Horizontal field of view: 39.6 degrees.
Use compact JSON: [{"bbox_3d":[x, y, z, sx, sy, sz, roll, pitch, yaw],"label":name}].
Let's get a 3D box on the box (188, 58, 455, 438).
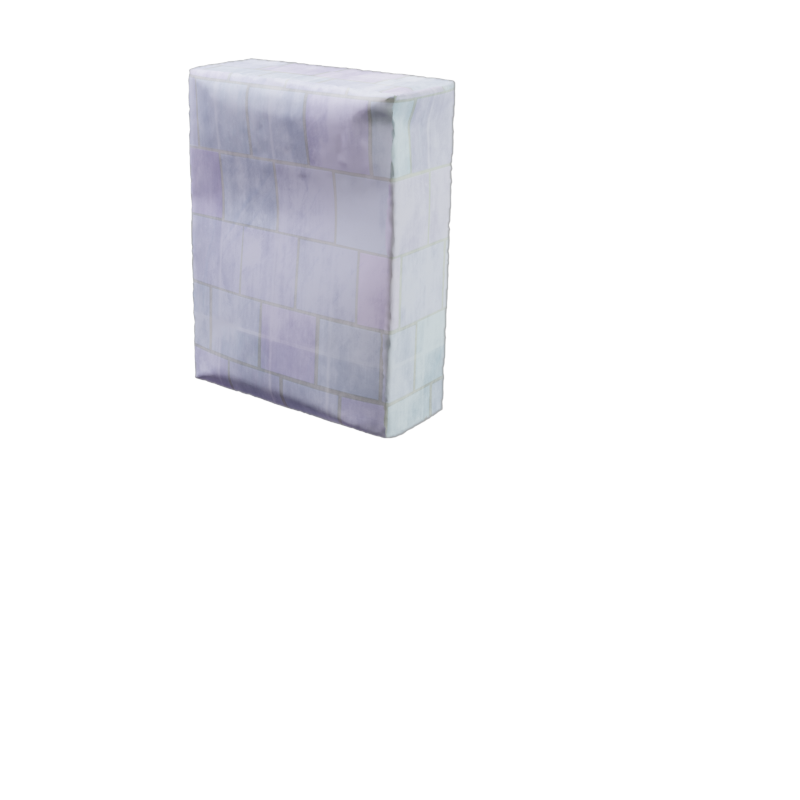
[{"bbox_3d":[-0.055,-0.100,0.702,0.173,0.205,0.071,15,23,34],"label":"box"}]
